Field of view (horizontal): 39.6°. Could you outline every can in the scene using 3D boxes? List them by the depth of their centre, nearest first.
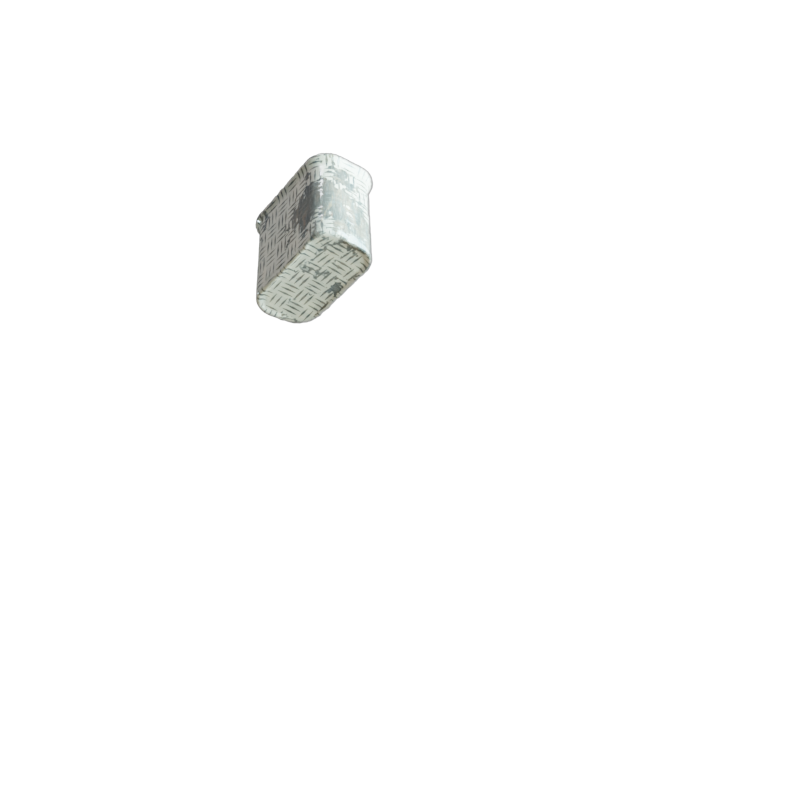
[{"bbox_3d":[-0.064,-0.117,0.818,0.055,0.090,0.100,25,-48,-28],"label":"can"}]
